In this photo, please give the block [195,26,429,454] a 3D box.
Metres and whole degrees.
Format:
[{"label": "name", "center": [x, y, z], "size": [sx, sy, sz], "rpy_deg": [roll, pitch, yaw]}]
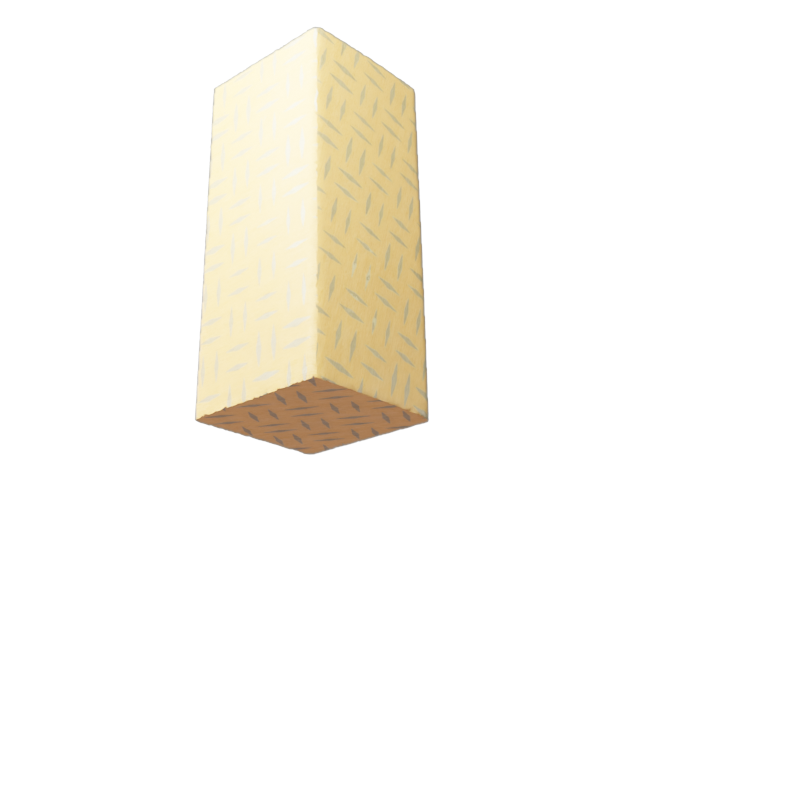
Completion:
[{"label": "block", "center": [-0.048, -0.088, 0.615], "size": [0.091, 0.218, 0.084], "rpy_deg": [-22, -32, 37]}]
